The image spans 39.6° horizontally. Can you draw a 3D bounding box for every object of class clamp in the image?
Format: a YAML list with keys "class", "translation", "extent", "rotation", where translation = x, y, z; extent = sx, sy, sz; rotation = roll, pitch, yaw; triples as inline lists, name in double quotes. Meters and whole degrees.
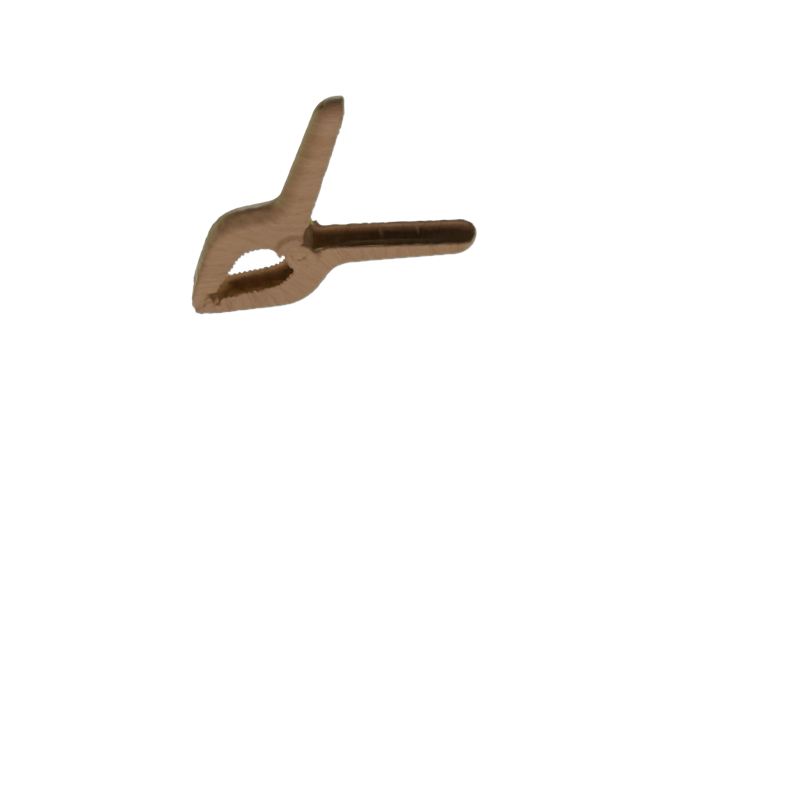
- class: "clamp"
  translation: [-0.062, -0.113, 0.793]
  extent: [0.208, 0.039, 0.154]
  rotation: [-32, -50, 32]
